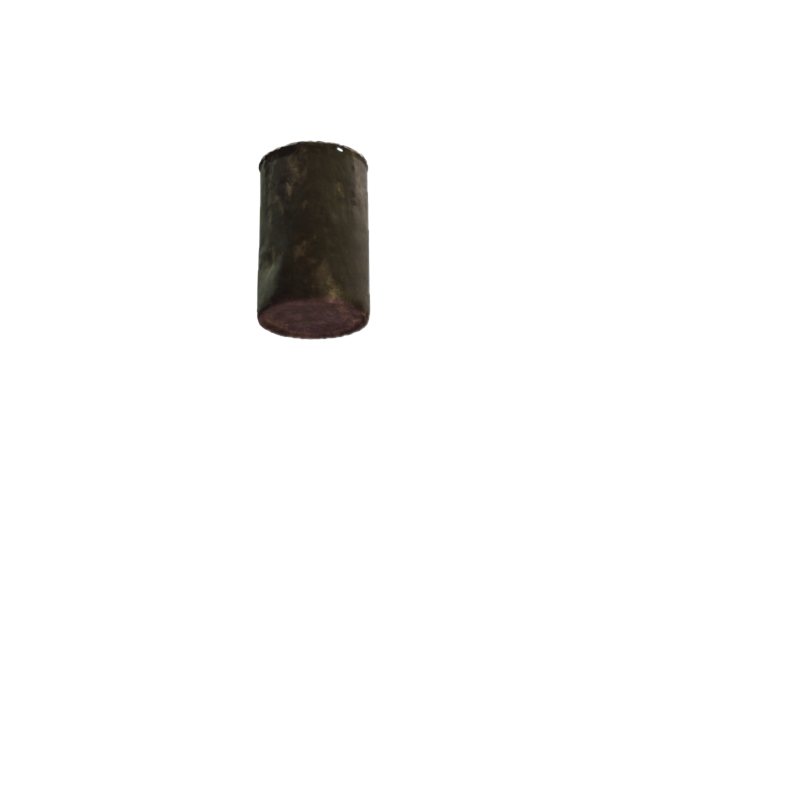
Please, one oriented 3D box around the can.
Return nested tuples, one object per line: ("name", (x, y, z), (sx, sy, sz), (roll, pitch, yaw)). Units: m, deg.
("can", (-0.052, -0.095, 0.665), (0.068, 0.108, 0.065), (0, -22, -2))
